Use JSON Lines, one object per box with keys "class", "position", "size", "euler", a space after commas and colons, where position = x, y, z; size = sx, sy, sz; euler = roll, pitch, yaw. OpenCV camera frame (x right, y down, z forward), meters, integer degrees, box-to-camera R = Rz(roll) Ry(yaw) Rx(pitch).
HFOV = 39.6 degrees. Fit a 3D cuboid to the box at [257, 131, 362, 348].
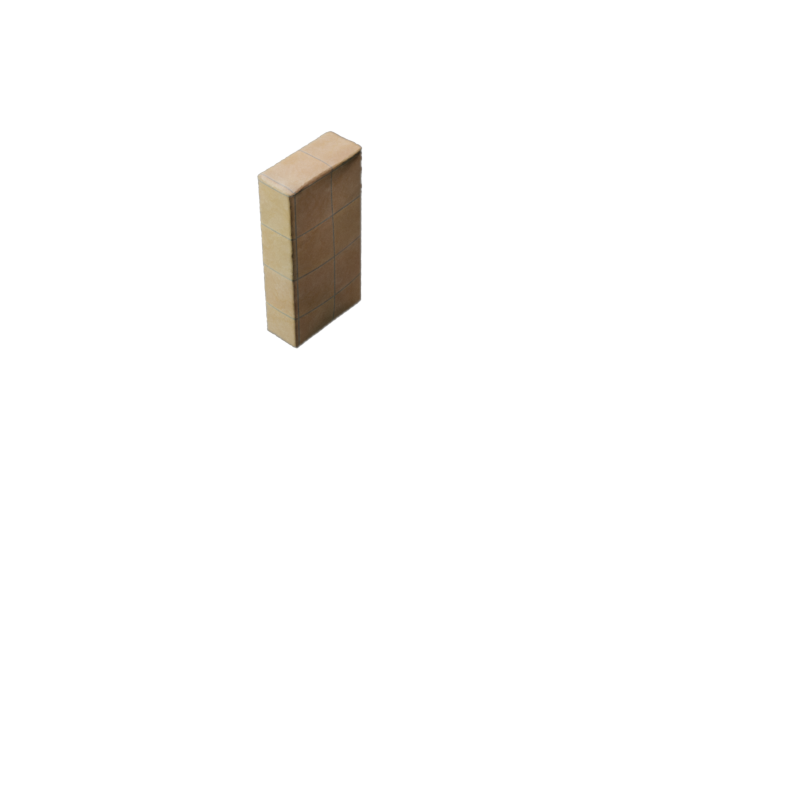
{"class": "box", "position": [-0.077, -0.140, 0.981], "size": [0.051, 0.164, 0.094], "euler": [32, 51, 25]}
